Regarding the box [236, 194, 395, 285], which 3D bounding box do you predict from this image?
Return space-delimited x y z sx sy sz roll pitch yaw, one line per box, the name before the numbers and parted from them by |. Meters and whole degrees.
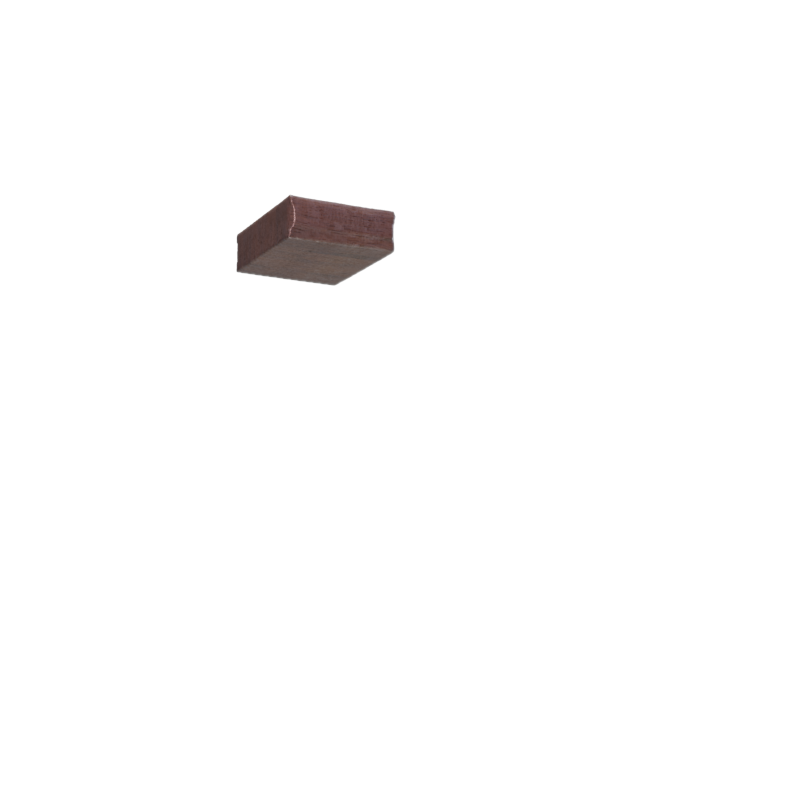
box | -0.055 -0.101 0.707 0.070 0.031 0.089 6 -13 -27
